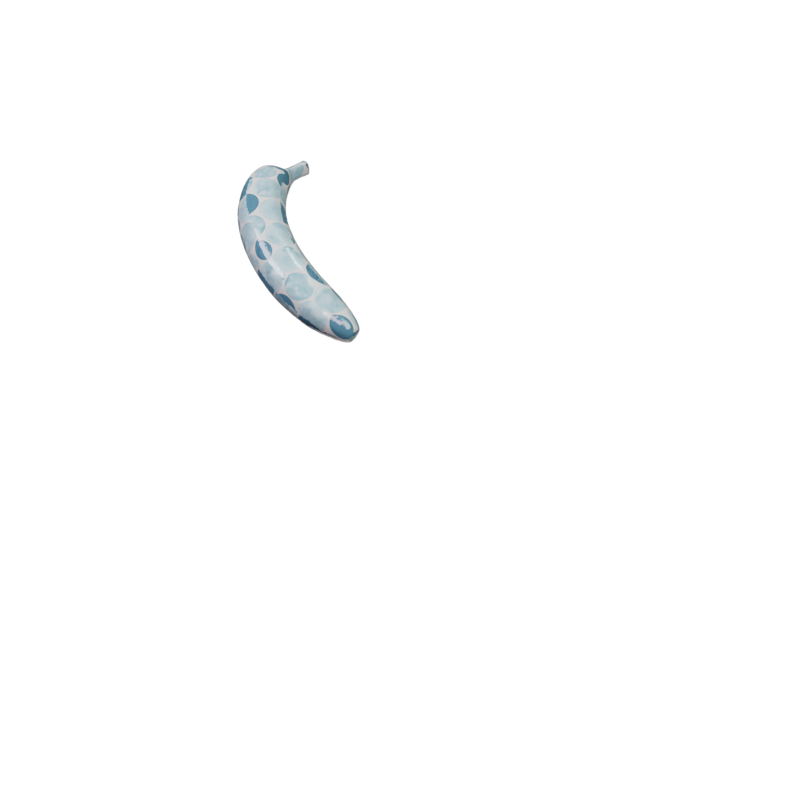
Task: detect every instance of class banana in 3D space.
[{"bbox_3d":[-0.084,-0.120,0.838,0.069,0.214,0.034,-10,-40,-9],"label":"banana"}]
